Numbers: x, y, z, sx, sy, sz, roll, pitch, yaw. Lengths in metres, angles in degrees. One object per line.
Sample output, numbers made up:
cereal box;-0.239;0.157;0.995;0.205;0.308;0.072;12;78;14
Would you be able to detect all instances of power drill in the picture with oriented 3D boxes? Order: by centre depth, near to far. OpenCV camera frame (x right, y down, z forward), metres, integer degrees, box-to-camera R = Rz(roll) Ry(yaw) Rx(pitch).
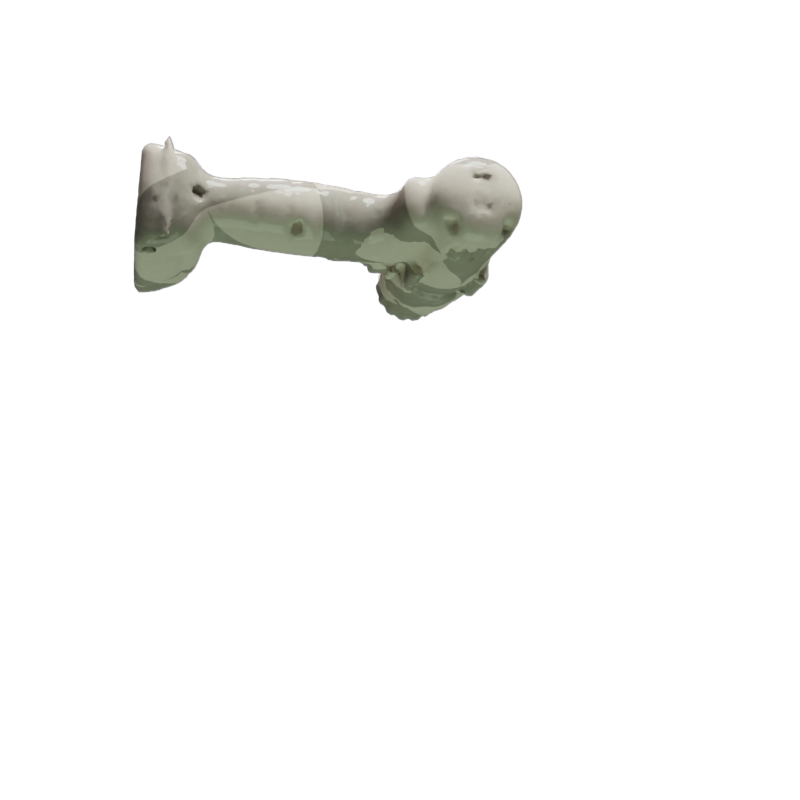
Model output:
power drill;-0.046;-0.084;0.589;0.185;0.060;0.180;2;-13;-10
